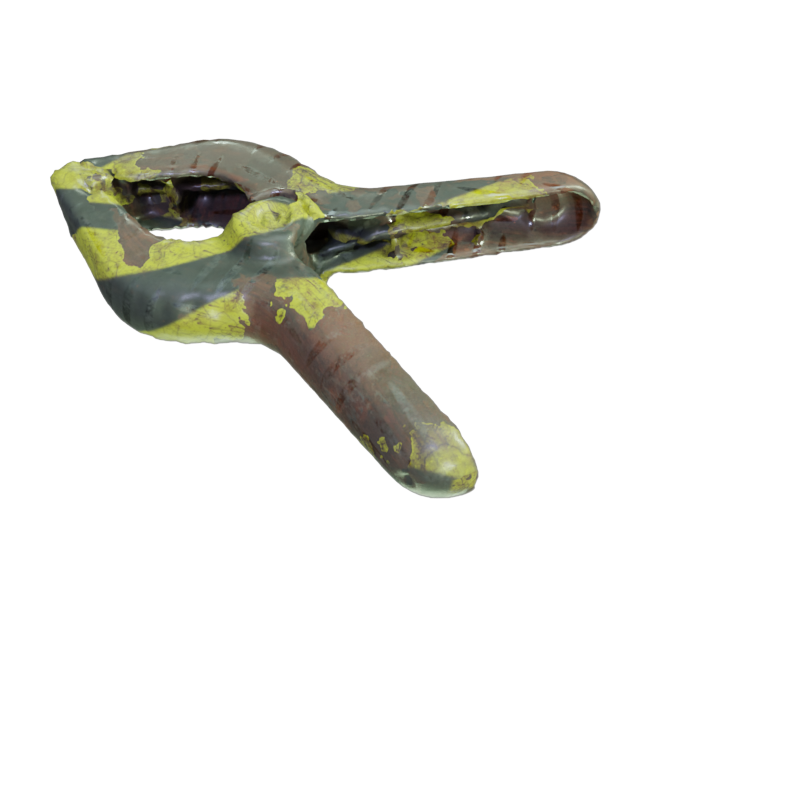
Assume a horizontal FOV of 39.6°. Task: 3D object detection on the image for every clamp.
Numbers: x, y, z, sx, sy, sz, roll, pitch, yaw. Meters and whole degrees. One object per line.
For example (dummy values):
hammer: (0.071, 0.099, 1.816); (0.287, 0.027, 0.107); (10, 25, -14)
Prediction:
clamp: (-0.027, -0.049, 0.343); (0.180, 0.036, 0.122); (26, 49, 24)
